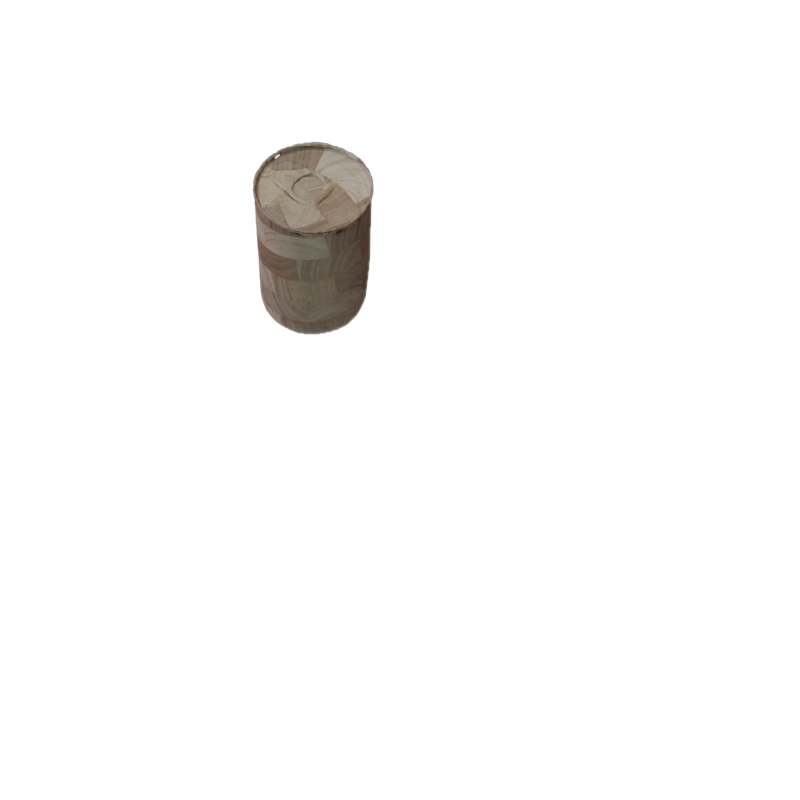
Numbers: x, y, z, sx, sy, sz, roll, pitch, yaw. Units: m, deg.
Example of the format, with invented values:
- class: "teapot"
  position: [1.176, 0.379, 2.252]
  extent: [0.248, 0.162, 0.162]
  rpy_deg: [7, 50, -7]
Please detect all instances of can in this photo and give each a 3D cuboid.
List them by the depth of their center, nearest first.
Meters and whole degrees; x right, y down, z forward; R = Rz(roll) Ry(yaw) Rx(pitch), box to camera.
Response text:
- class: "can"
  position: [-0.052, -0.094, 0.659]
  extent: [0.068, 0.073, 0.096]
  rpy_deg: [0, -34, -3]
